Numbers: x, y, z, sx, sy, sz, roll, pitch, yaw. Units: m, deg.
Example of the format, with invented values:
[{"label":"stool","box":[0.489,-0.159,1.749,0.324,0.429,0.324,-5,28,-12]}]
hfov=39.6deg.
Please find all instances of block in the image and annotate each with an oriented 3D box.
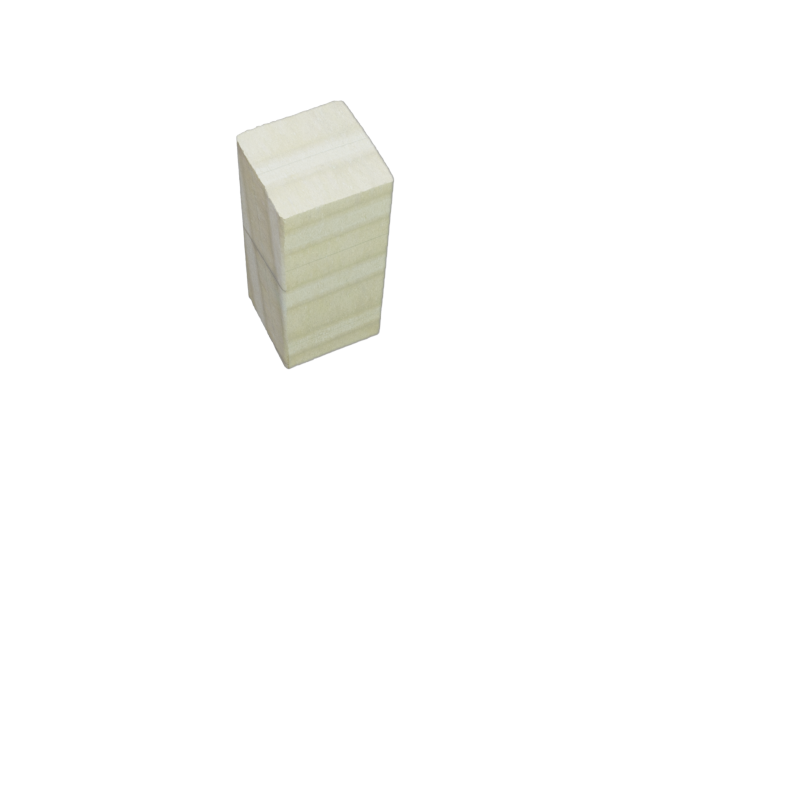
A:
[{"label":"block","box":[-0.069,-0.126,0.881,0.090,0.097,0.193,-22,-28,-16]}]
